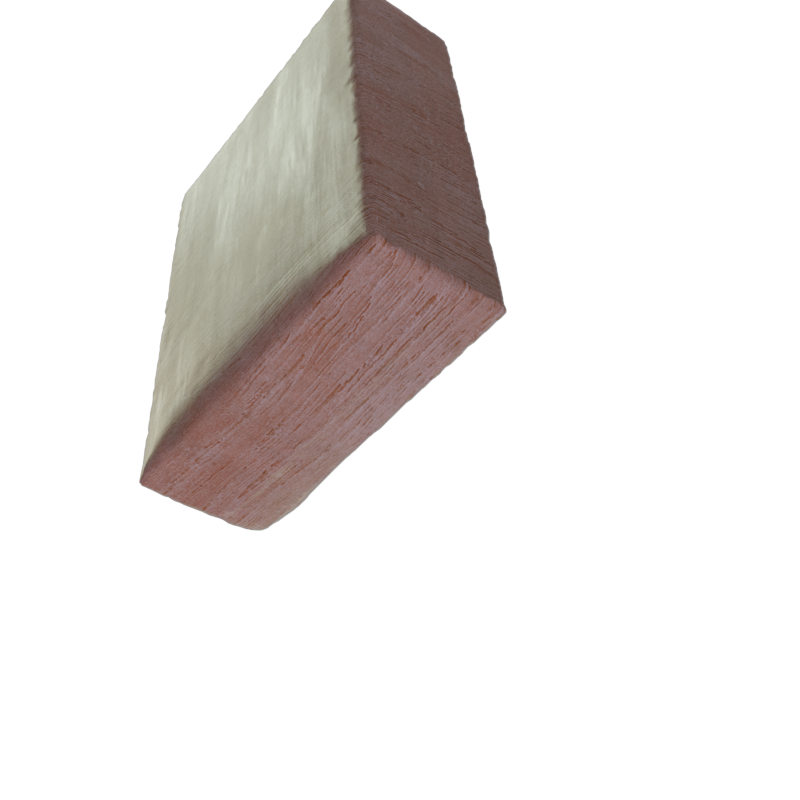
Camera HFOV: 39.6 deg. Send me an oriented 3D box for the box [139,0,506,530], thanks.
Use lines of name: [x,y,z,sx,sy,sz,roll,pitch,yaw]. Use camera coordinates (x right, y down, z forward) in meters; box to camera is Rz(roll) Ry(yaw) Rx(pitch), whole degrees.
box: [-0.040,-0.073,0.514,0.068,0.229,0.161,29,-56,-27]
